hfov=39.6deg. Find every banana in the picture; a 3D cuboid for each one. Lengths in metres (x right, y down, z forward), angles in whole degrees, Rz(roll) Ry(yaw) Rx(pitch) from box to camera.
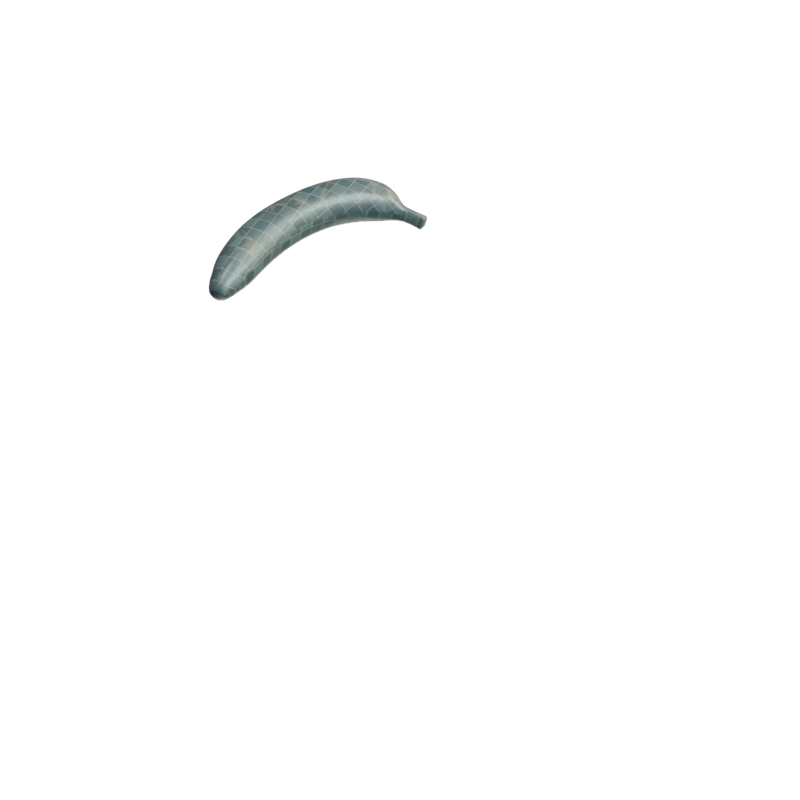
[{"bbox_3d":[-0.076,-0.140,0.895,0.196,0.034,0.075,-24,50,-22],"label":"banana"}]
